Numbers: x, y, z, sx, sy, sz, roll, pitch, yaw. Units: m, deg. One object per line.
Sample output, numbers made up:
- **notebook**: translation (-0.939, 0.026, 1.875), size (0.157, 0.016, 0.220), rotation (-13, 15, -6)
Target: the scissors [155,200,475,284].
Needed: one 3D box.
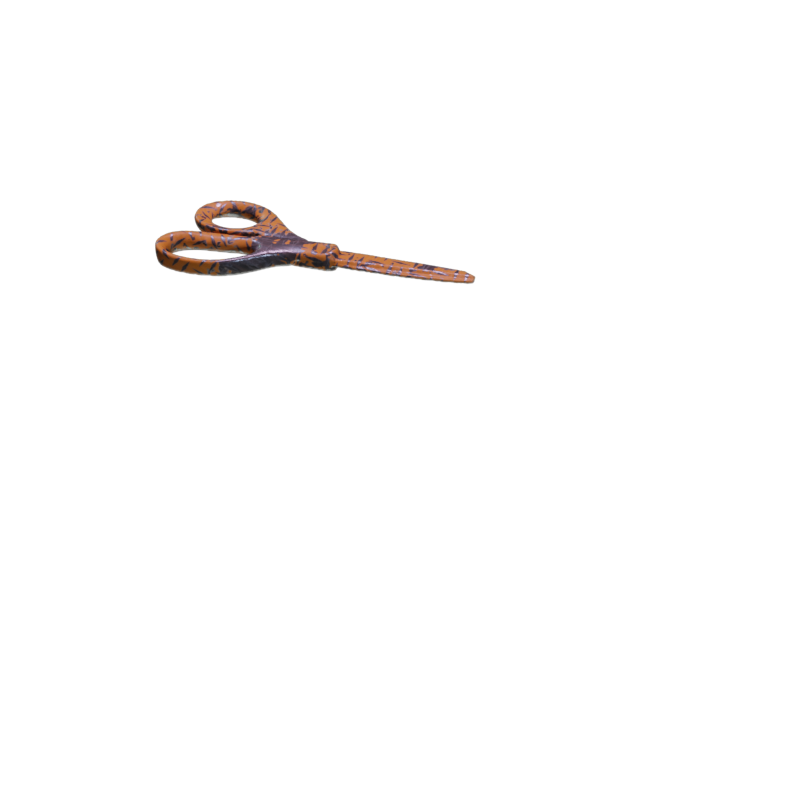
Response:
- **scissors**: translation (-0.057, -0.103, 0.722), size (0.202, 0.015, 0.102), rotation (1, 35, 1)
